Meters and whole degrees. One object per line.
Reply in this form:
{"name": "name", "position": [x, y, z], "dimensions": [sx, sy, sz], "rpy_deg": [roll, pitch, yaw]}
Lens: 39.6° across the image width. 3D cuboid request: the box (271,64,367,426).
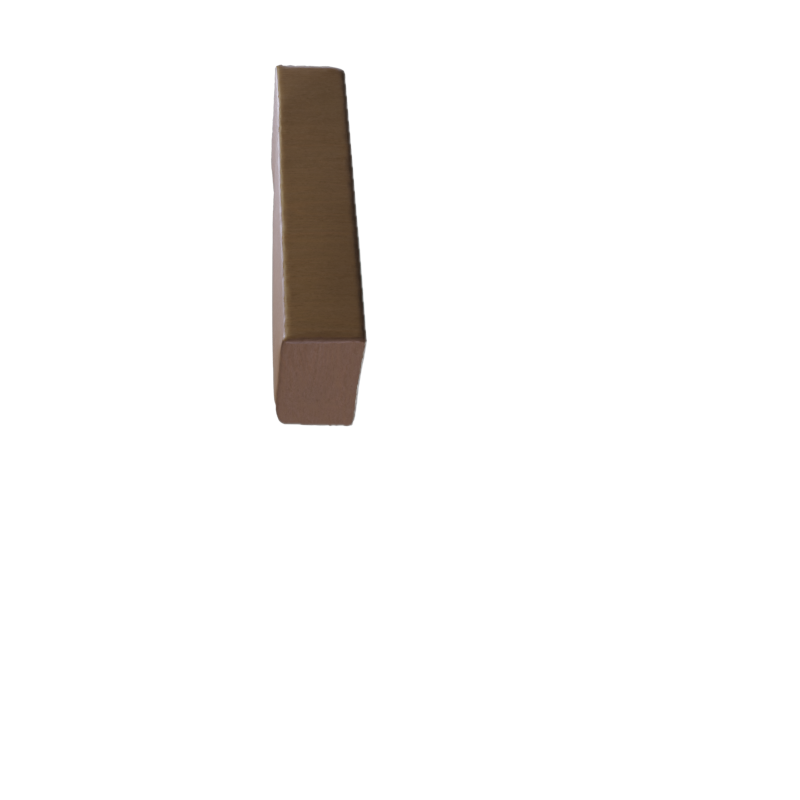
{"name": "box", "position": [-0.046, -0.085, 0.593], "dimensions": [0.048, 0.188, 0.088], "rpy_deg": [1, -32, -6]}
